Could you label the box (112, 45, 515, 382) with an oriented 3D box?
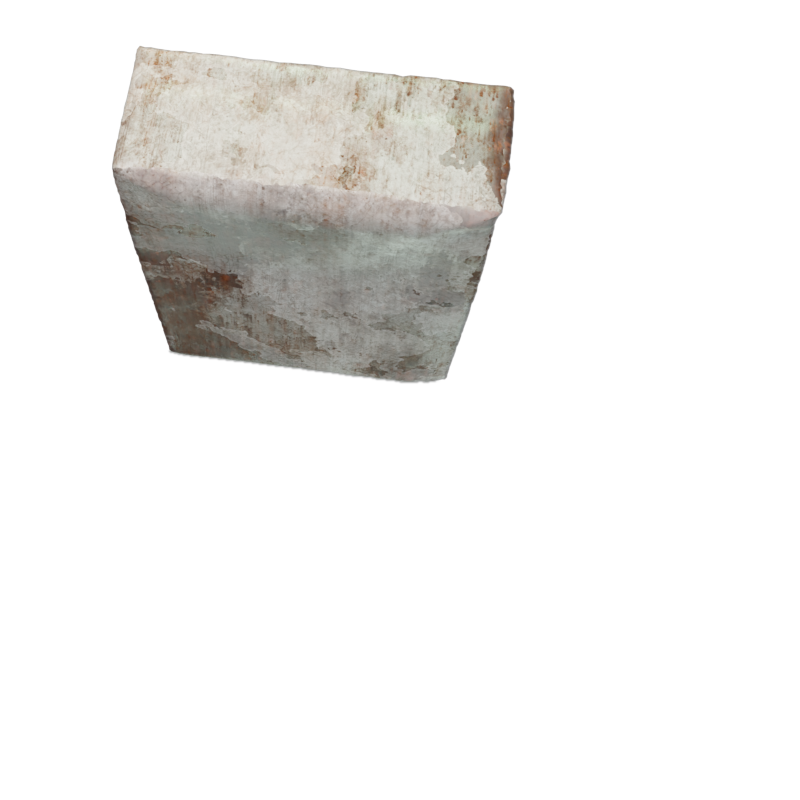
[{"bbox_3d":[-0.043,-0.079,0.551,0.164,0.075,0.204,7,-19,0],"label":"box"}]
